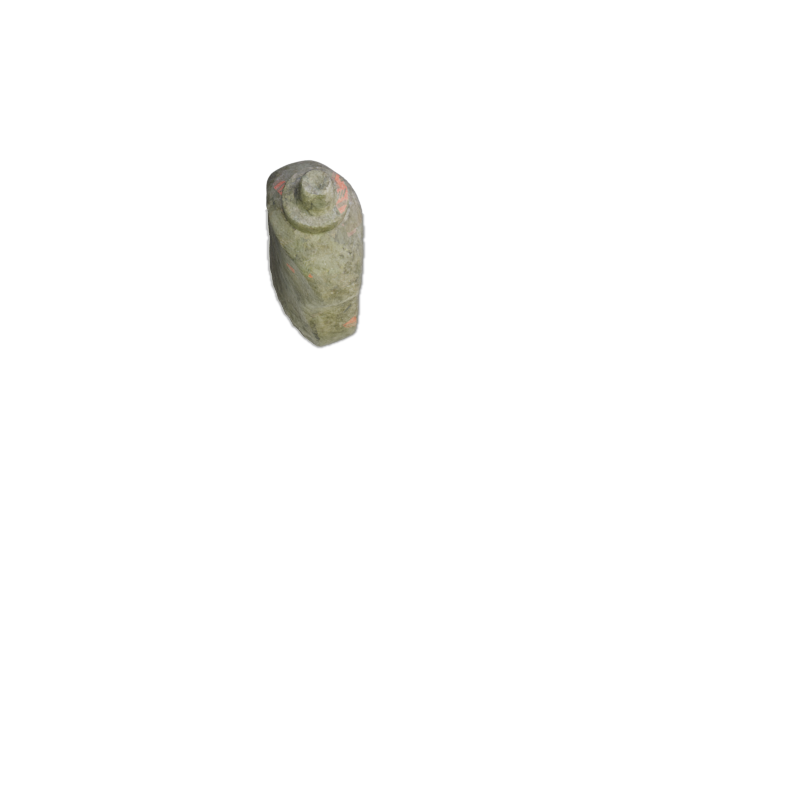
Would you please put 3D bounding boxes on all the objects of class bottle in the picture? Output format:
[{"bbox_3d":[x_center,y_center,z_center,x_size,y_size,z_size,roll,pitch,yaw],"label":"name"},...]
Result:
[{"bbox_3d":[-0.057,-0.105,0.736,0.058,0.100,0.184,-19,-13,-9],"label":"bottle"}]
